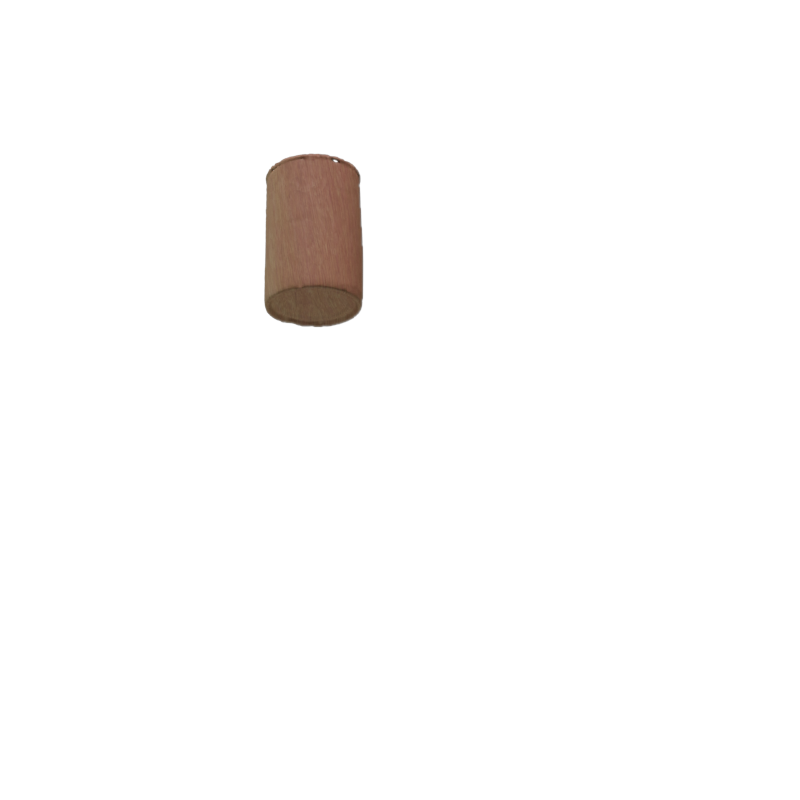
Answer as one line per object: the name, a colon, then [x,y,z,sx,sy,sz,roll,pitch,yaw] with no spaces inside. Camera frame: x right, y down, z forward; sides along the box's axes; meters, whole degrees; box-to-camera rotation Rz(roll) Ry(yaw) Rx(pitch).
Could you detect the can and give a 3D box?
can: [-0.060,-0.110,0.767,0.068,0.108,0.065,0,-25,-2]
